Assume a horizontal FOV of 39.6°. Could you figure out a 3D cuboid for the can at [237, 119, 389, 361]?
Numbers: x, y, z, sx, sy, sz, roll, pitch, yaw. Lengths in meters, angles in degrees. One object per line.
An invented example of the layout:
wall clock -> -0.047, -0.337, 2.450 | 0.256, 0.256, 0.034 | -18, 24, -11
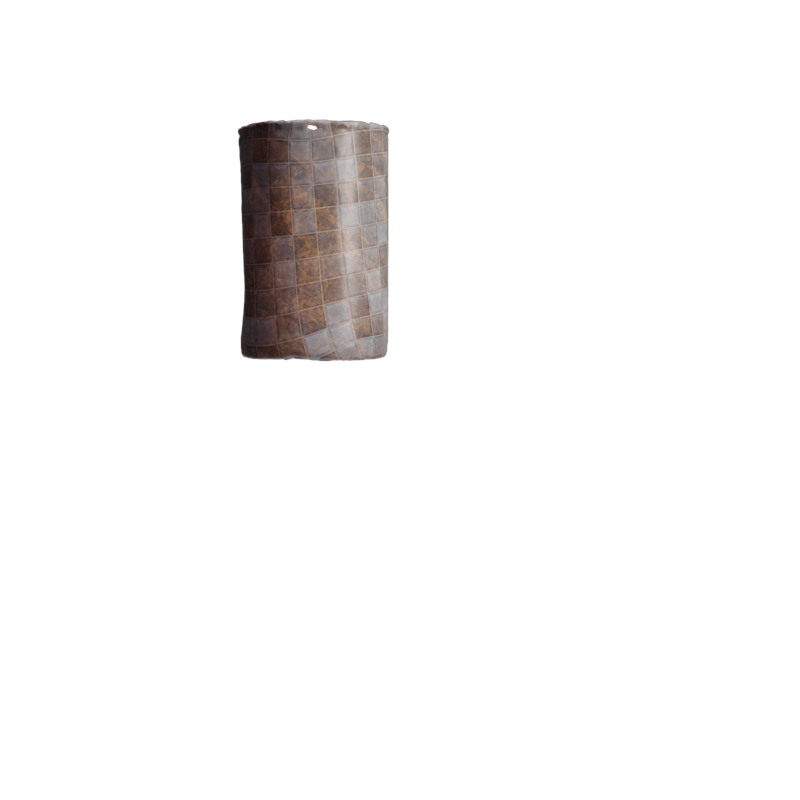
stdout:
can -> -0.039, -0.071, 0.496 | 0.068, 0.102, 0.069 | 0, 1, -2
